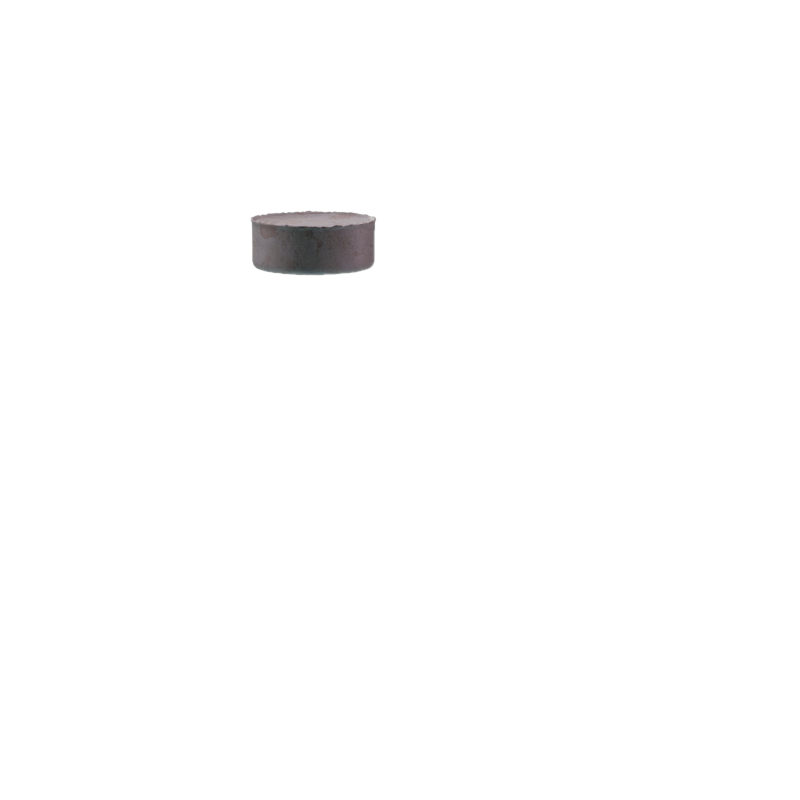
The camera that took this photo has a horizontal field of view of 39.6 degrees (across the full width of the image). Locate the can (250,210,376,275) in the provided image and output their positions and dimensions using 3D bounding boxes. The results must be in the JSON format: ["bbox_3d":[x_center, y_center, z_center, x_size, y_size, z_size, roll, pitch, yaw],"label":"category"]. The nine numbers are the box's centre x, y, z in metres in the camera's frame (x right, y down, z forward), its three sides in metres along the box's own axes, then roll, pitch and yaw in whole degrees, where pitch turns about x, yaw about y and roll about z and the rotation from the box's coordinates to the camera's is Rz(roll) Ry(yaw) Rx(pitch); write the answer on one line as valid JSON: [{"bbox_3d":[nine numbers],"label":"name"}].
[{"bbox_3d":[-0.059,-0.109,0.760,0.086,0.033,0.088,0,15,-2],"label":"can"}]
